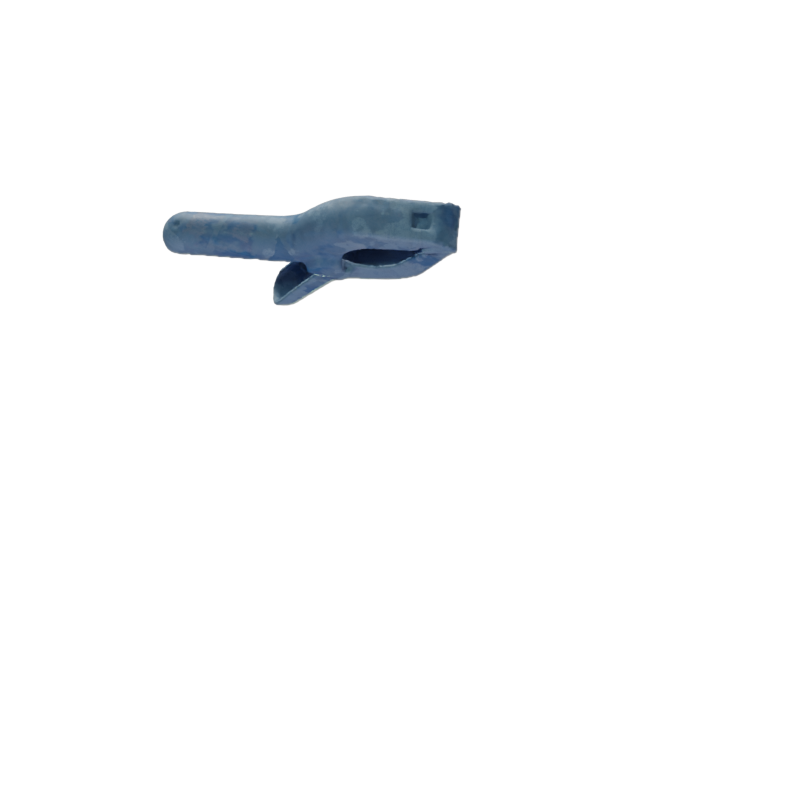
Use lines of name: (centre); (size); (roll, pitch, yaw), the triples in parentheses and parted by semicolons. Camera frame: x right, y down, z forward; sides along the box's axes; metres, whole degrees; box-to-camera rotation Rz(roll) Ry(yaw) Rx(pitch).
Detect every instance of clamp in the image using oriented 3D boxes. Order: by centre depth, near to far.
clamp: (-0.050, -0.091, 0.638); (0.175, 0.041, 0.113); (-10, -15, 41)
